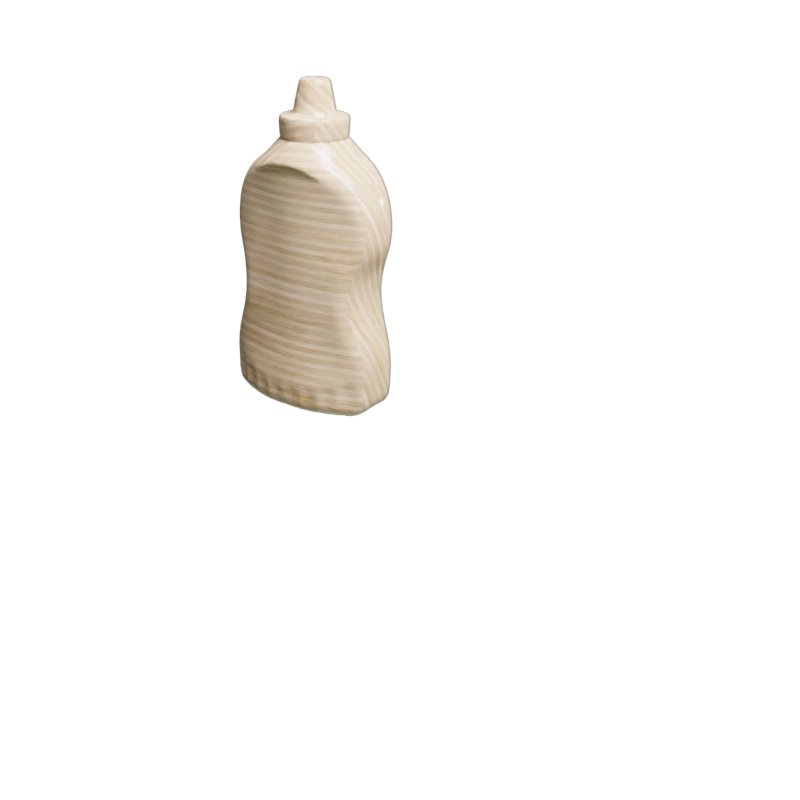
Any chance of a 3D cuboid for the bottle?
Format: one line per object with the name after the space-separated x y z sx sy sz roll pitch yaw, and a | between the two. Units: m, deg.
-0.051 -0.093 0.649 0.101 0.184 0.058 15 23 35 | bottle
